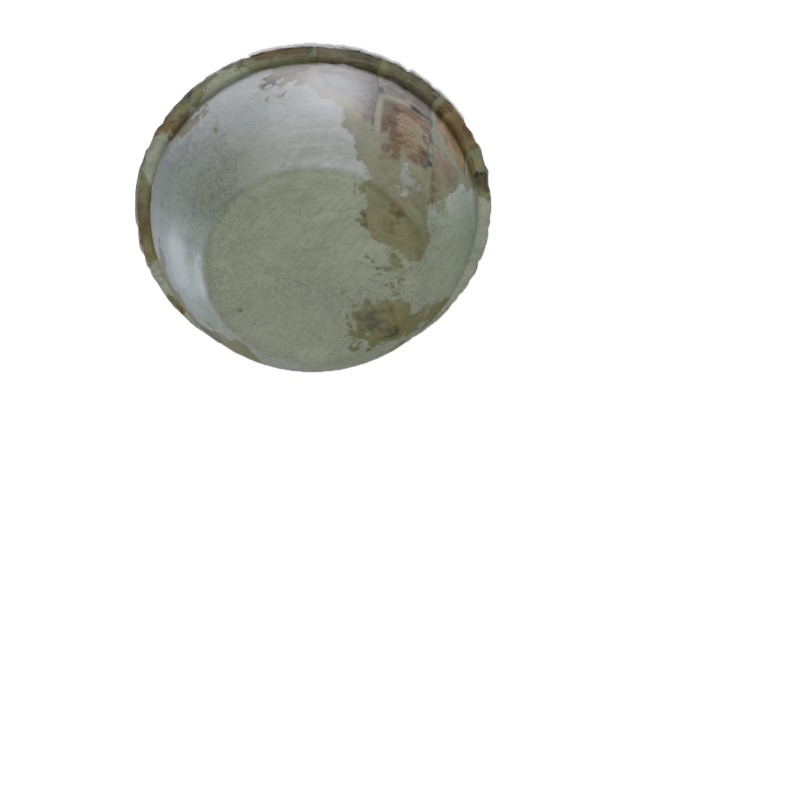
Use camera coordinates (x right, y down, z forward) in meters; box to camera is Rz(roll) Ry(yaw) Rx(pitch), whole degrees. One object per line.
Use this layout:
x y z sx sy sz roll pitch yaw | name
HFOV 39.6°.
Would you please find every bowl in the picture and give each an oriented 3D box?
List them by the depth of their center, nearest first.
-0.038 -0.069 0.482 0.162 0.153 0.058 1 29 -1 | bowl
